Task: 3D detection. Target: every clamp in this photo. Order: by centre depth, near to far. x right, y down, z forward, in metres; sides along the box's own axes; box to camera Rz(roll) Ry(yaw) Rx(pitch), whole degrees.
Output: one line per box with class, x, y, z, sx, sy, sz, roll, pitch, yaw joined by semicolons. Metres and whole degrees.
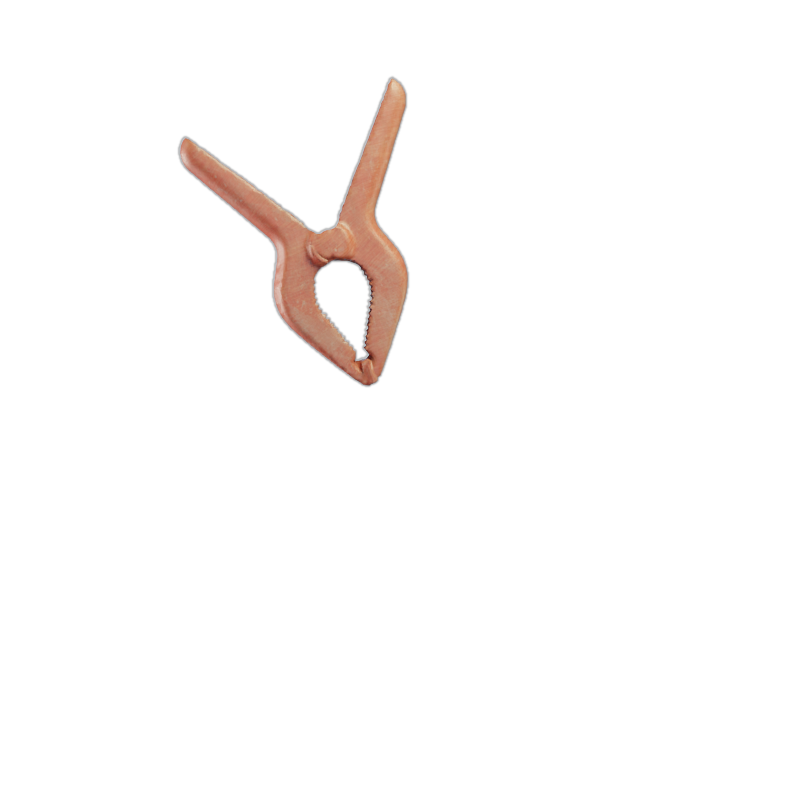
clamp;-0.061;-0.111;0.778;0.164;0.212;0.036;-10;-3;-1
